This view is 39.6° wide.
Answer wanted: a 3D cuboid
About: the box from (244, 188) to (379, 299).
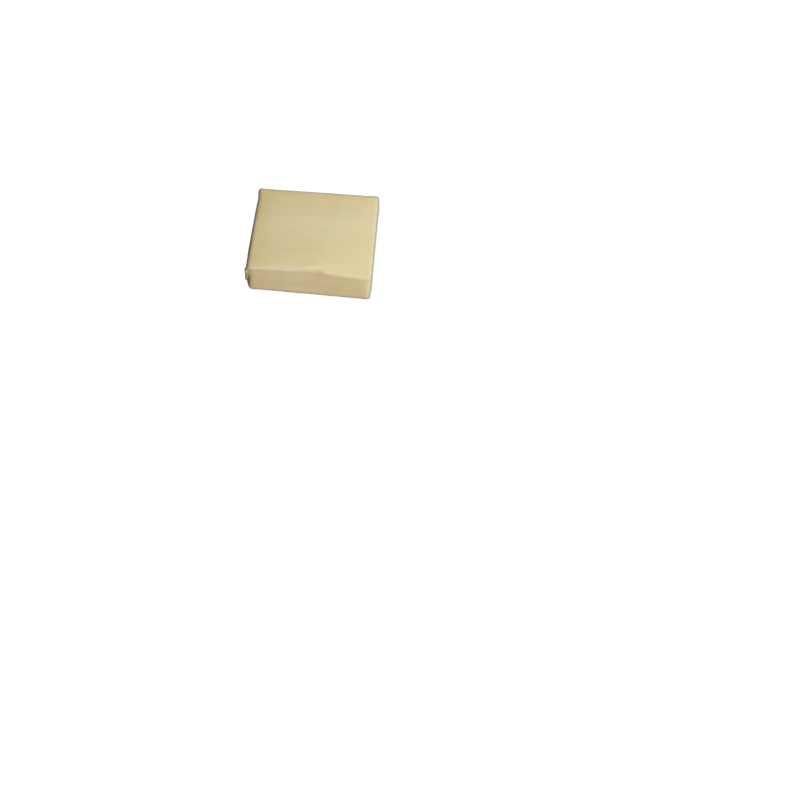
[{"bbox_3d":[-0.062,-0.113,0.789,0.090,0.078,0.028,5,-33,3],"label":"box"}]
